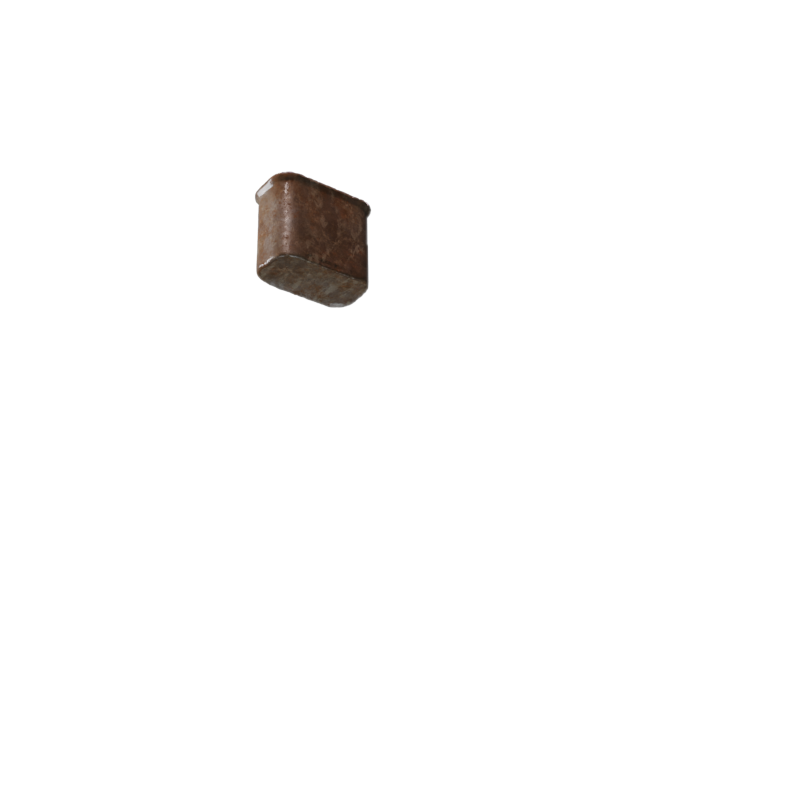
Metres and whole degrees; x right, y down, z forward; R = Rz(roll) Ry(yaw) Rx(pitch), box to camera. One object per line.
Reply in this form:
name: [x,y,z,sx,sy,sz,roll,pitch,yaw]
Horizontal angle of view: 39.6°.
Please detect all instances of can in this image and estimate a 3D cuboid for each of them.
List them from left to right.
can: [-0.074,-0.136,0.951,0.097,0.089,0.057,19,-37,-30]
